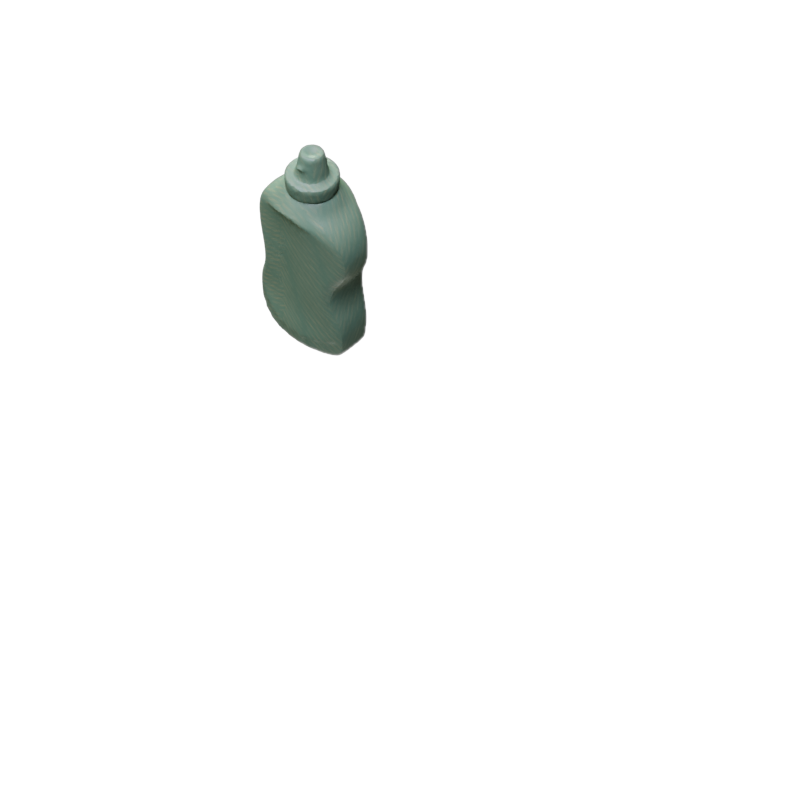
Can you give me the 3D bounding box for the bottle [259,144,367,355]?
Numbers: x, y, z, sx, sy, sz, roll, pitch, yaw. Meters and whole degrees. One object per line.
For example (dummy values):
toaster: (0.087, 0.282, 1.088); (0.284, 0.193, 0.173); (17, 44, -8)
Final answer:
bottle: (-0.068, -0.123, 0.863); (0.059, 0.179, 0.102); (-35, 61, -27)
